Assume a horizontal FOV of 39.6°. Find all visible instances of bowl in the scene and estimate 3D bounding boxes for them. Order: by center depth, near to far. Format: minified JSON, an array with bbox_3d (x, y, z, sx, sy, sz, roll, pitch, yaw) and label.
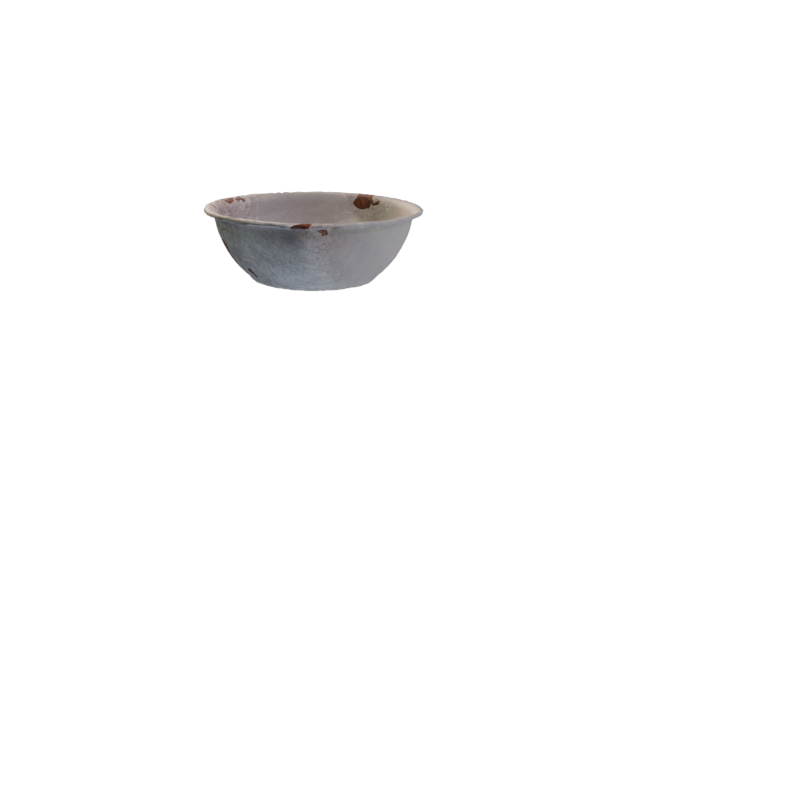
[{"bbox_3d":[-0.065,-0.118,0.824,0.162,0.053,0.168,-1,18,-2],"label":"bowl"}]
